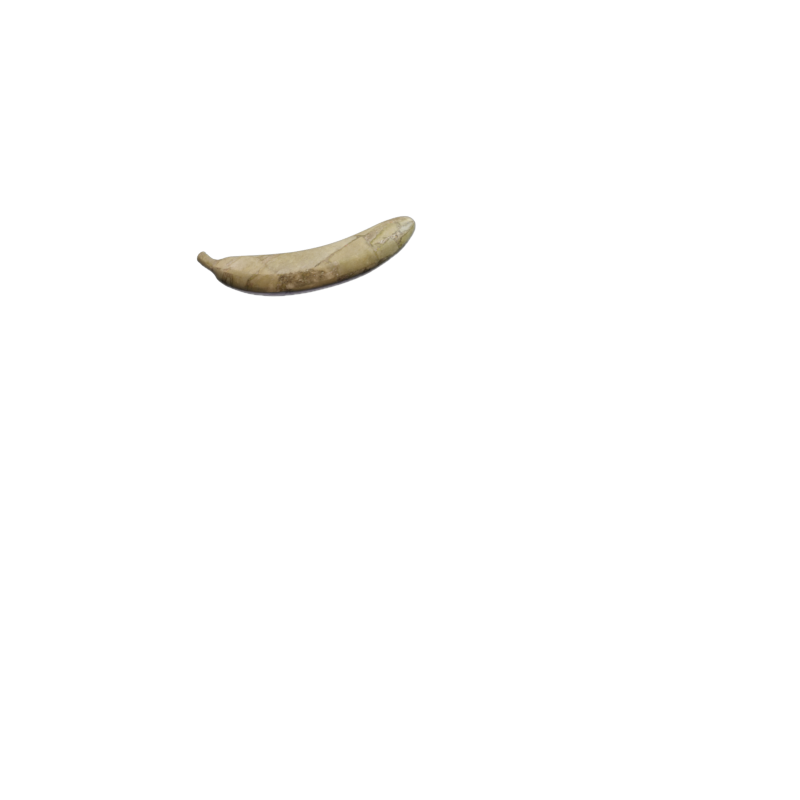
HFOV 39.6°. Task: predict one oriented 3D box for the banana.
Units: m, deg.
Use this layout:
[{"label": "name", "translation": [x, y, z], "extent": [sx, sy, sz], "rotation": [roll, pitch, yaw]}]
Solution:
[{"label": "banana", "translation": [-0.076, -0.124, 0.964], "extent": [0.196, 0.075, 0.034], "rotation": [-10, -39, -8]}]
